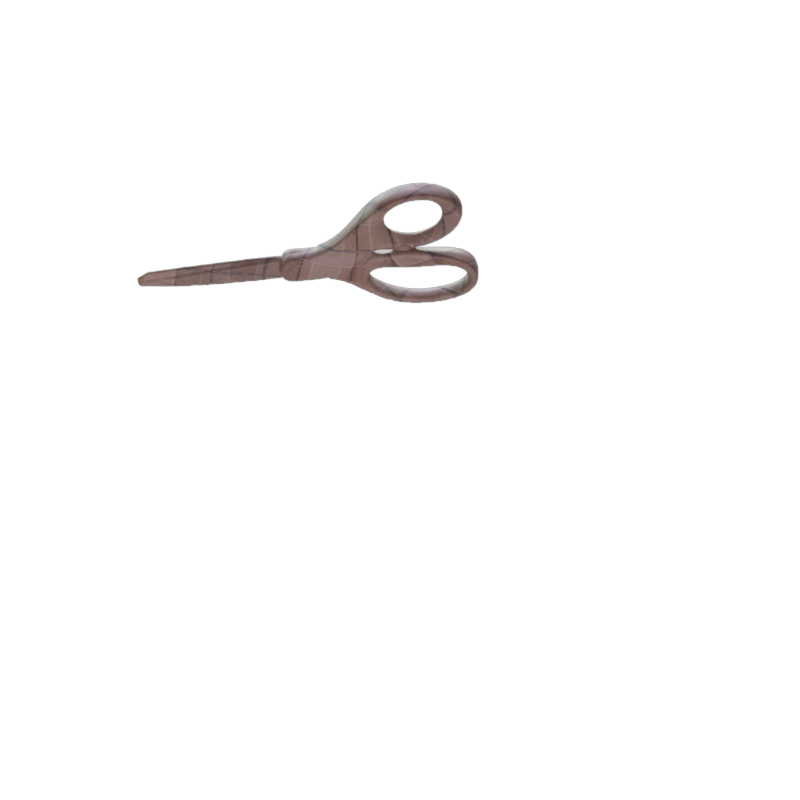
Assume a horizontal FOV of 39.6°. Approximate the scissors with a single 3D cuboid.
[{"bbox_3d":[-0.050,-0.092,0.644,0.200,0.017,0.090,5,-44,-5],"label":"scissors"}]
